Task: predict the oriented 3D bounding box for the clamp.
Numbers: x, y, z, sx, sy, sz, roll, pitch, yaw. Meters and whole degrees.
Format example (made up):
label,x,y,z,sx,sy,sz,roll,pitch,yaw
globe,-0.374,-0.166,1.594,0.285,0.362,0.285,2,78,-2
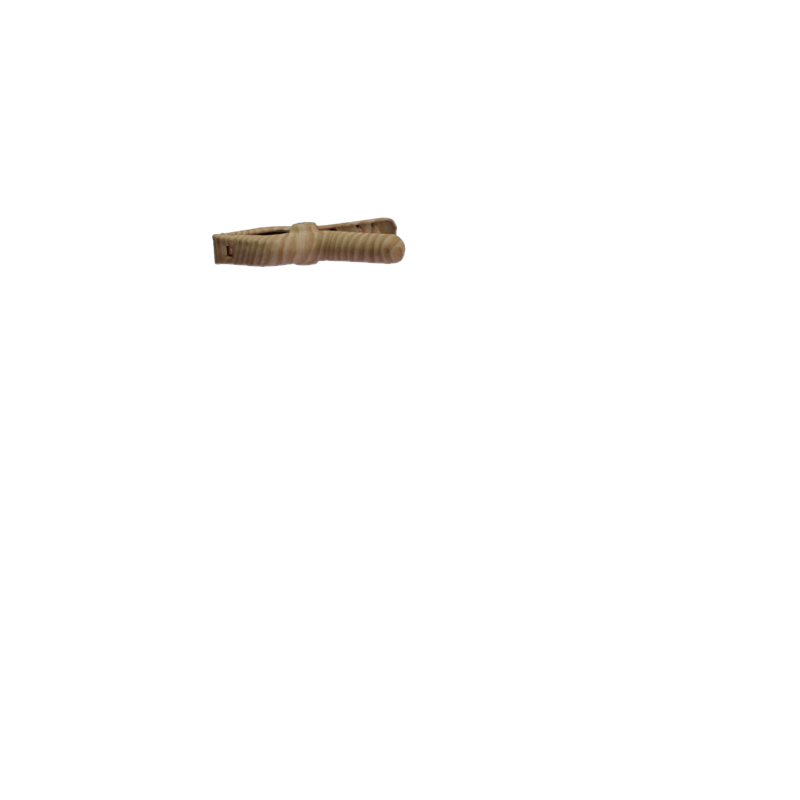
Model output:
label,x,y,z,sx,sy,sz,roll,pitch,yaw
clamp,-0.077,-0.141,0.985,0.173,0.038,0.121,2,11,8
